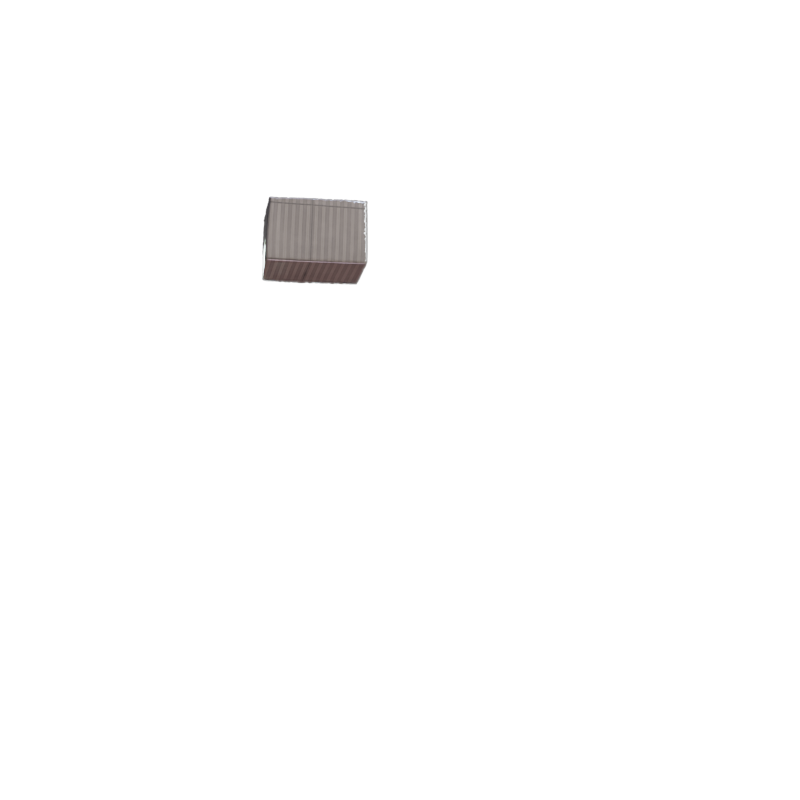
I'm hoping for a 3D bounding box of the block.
[{"bbox_3d":[-0.067,-0.122,0.852,0.077,0.054,0.051,2,-17,-8],"label":"block"}]
